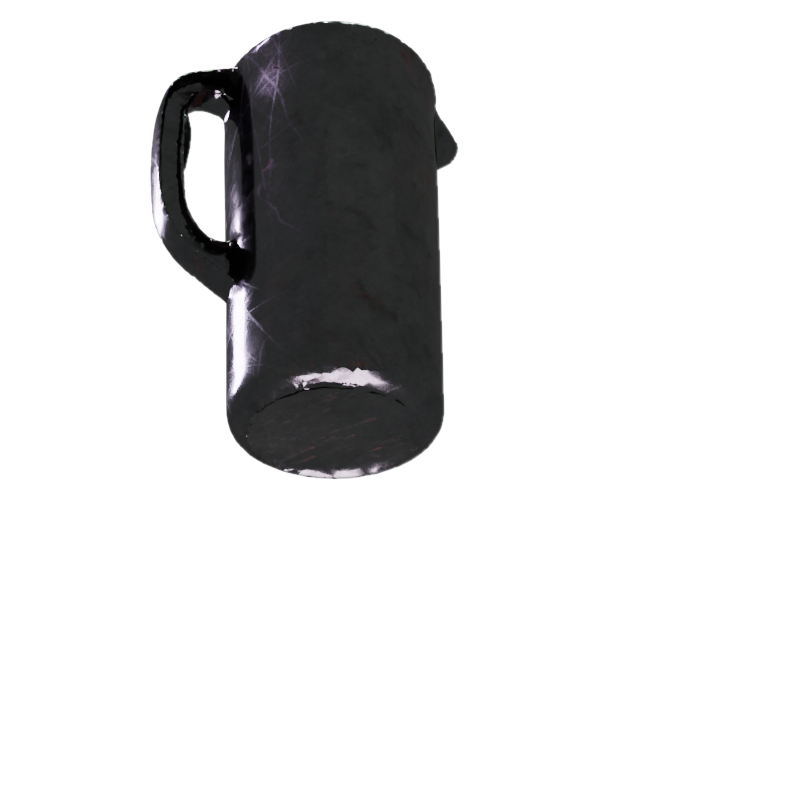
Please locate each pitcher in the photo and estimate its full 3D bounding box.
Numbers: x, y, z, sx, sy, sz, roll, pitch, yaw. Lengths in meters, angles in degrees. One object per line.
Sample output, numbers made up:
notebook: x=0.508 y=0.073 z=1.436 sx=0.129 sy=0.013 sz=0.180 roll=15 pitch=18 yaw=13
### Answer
pitcher: x=-0.048 y=-0.088 z=0.616 sx=0.151 sy=0.261 sz=0.134 roll=-16 pitch=-39 yaw=17
